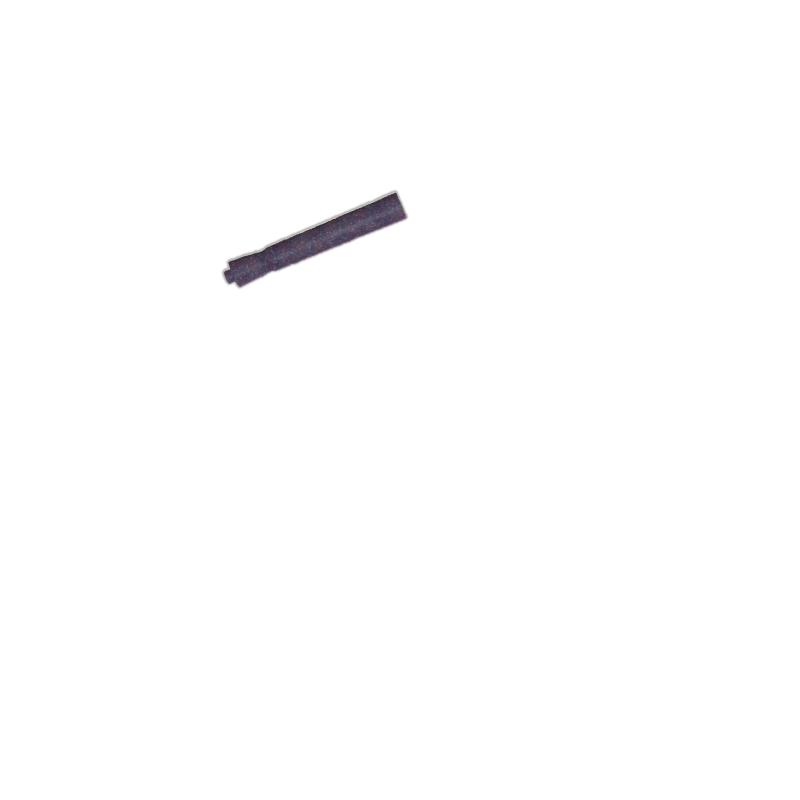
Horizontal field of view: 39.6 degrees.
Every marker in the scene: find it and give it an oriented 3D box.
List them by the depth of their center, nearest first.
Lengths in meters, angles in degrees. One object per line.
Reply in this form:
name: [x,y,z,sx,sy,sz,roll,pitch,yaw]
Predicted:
marker: [-0.055,-0.100,0.699,0.121,0.020,0.020,-22,2,5]
